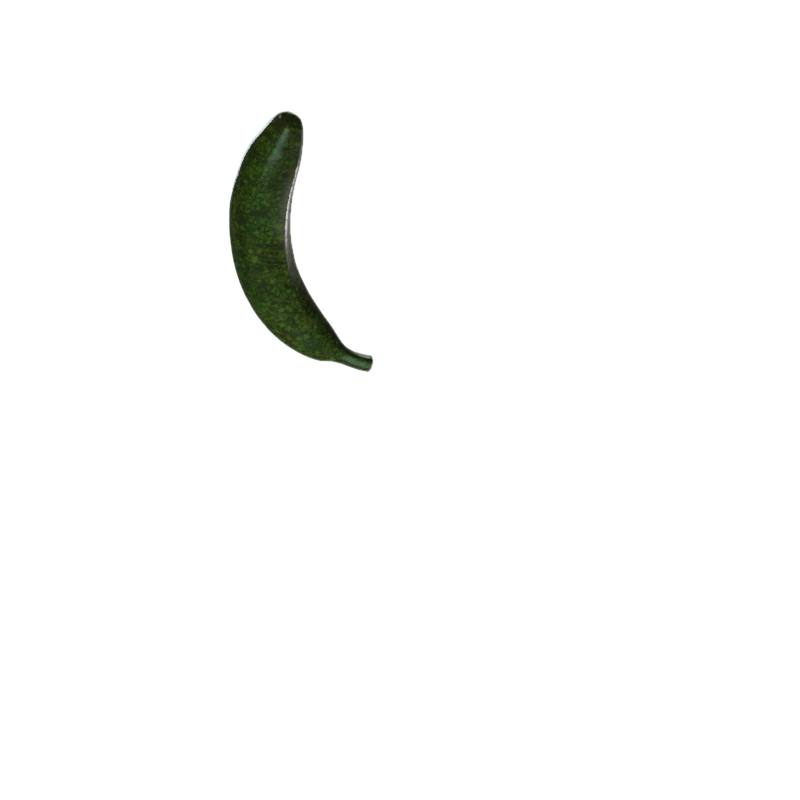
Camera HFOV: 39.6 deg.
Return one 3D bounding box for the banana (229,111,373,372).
[{"bbox_3d":[-0.071,-0.091,0.688,0.070,0.183,0.039,-11,40,8],"label":"banana"}]
